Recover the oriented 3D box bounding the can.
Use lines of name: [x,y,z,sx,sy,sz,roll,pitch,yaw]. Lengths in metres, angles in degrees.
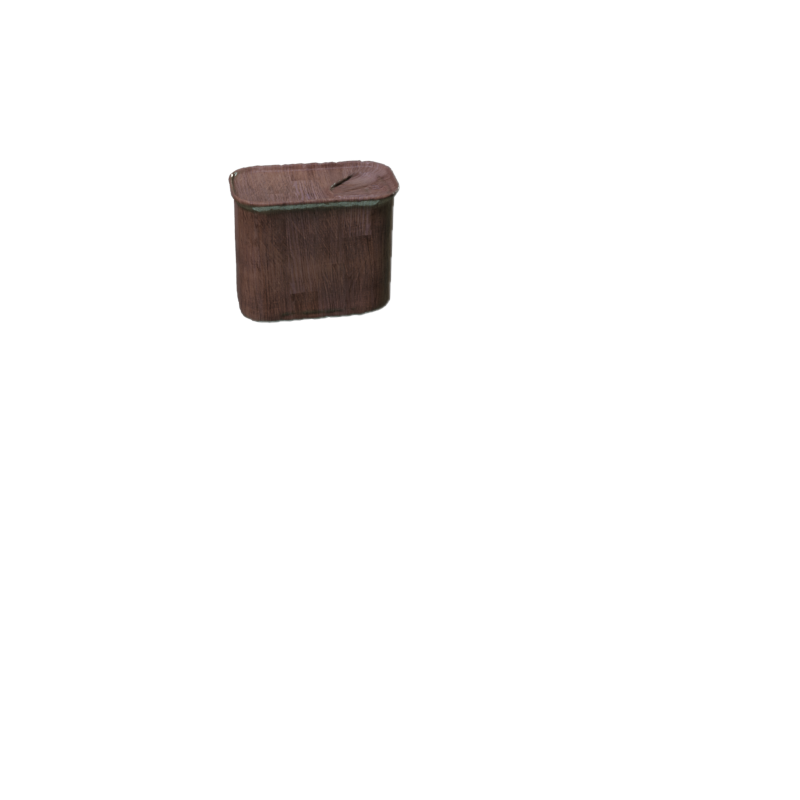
can: [-0.054,-0.098,0.690,0.101,0.079,0.062,-4,30,-9]
